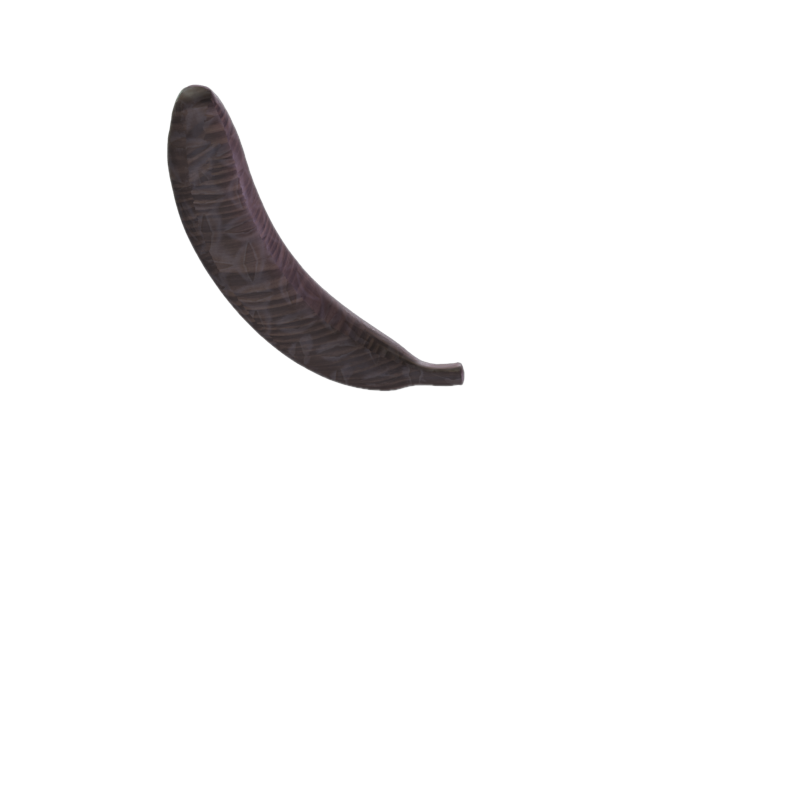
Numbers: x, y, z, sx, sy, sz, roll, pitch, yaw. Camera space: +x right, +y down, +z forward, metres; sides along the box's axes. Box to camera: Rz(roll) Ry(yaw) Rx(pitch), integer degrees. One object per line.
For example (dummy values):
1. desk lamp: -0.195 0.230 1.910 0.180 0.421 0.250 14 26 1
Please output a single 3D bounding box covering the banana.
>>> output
1. banana: -0.052 -0.061 0.513 0.069 0.185 0.039 -32 31 22
